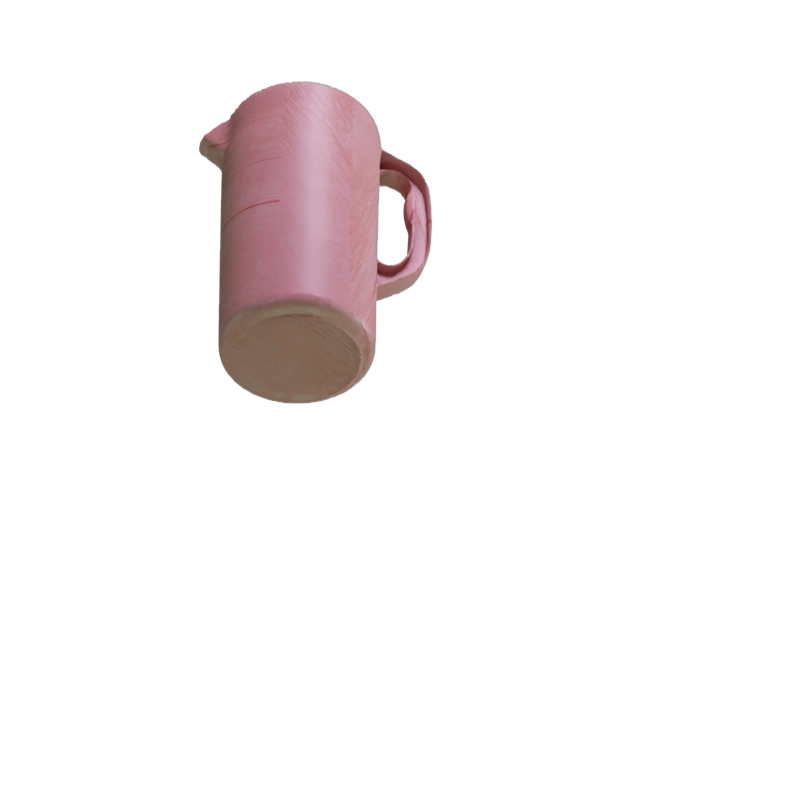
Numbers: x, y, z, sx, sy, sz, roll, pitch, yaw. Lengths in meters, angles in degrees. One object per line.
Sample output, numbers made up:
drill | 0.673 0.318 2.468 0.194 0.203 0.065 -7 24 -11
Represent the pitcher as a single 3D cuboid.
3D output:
pitcher | -0.066 -0.120 0.839 0.150 0.261 0.134 -23 -47 20
